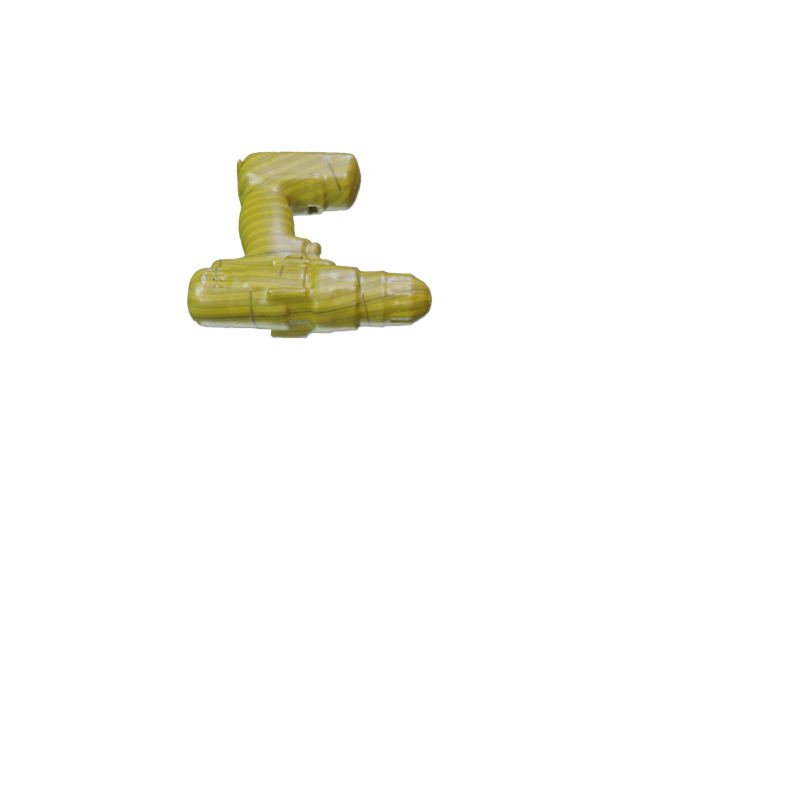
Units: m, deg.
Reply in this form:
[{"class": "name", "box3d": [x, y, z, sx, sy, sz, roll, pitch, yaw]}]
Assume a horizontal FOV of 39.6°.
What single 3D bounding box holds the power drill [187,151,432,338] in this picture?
[{"class": "power drill", "box3d": [-0.070, -0.127, 0.891, 0.185, 0.053, 0.201, 1, 42, 0]}]
